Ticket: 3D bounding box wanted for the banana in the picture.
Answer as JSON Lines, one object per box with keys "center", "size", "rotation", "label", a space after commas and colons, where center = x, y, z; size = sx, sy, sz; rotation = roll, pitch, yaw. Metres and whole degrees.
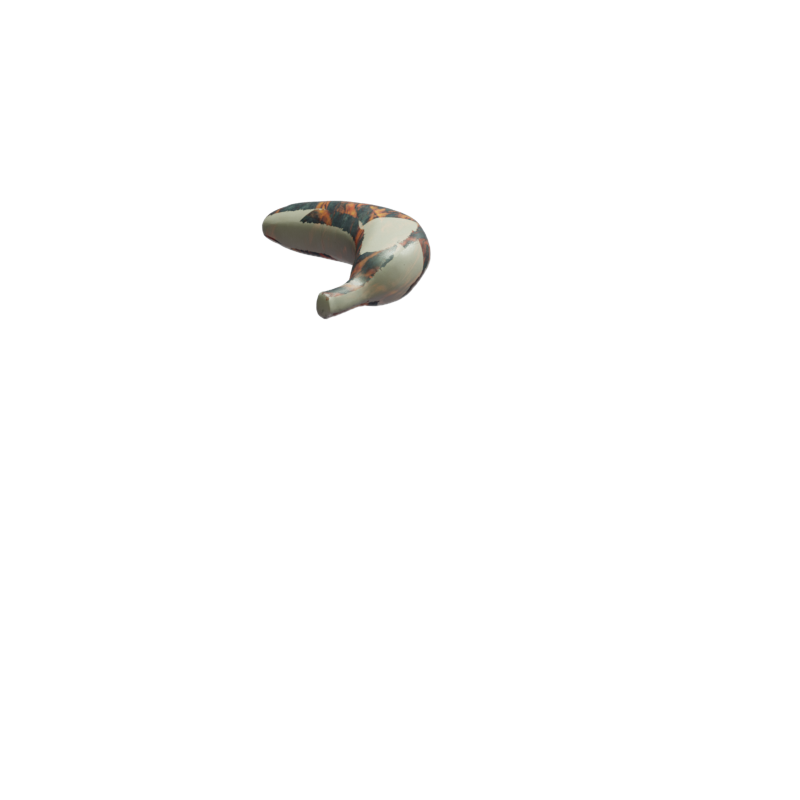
{"center": [-0.027, -0.083, 0.583], "size": [0.069, 0.036, 0.207], "rotation": [-3, 17, -13], "label": "banana"}
